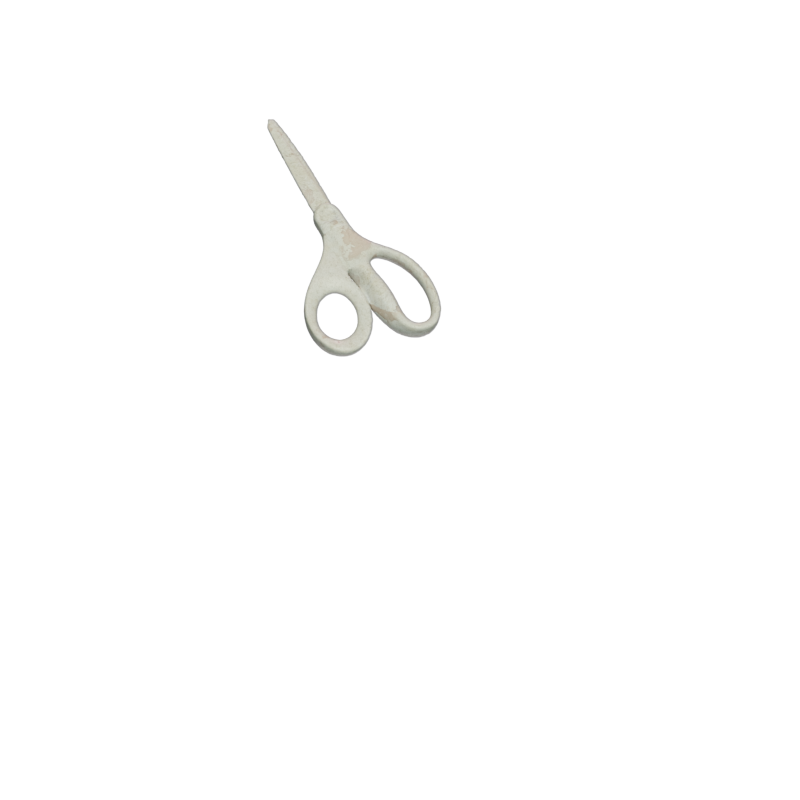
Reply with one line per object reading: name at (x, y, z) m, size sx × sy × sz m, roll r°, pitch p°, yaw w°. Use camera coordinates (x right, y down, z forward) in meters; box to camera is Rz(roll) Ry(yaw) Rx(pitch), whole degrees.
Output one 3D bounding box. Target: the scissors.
scissors at (-0.059, -0.107, 0.748) m, size 0.097 × 0.213 × 0.015 m, roll -37°, pitch -24°, yaw -20°
